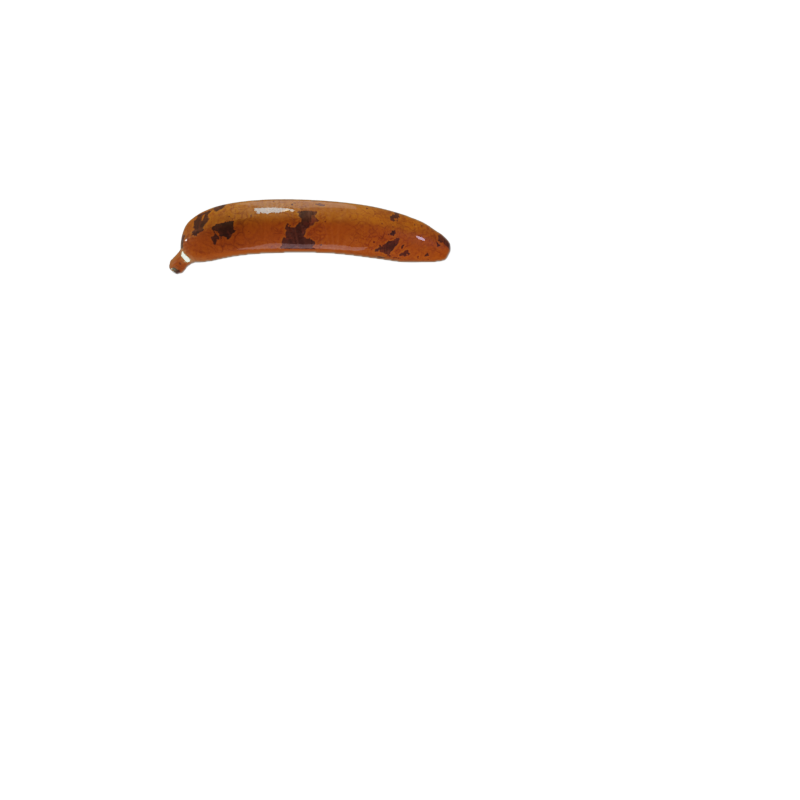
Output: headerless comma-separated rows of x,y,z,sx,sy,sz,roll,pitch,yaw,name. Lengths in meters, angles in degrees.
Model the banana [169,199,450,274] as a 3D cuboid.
-0.064,-0.113,0.753,0.199,0.038,0.067,-1,-11,3,banana
